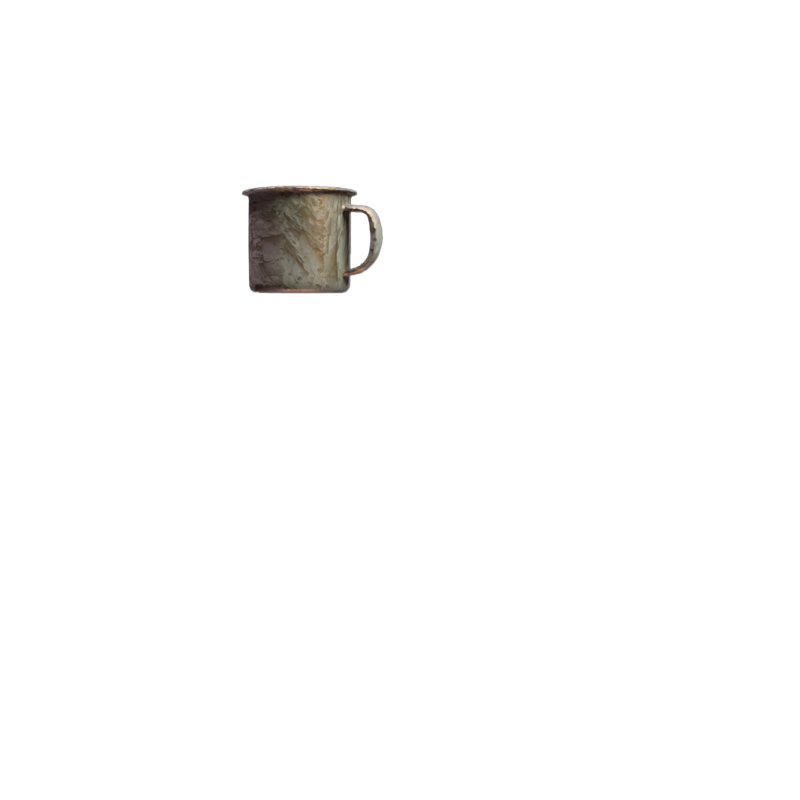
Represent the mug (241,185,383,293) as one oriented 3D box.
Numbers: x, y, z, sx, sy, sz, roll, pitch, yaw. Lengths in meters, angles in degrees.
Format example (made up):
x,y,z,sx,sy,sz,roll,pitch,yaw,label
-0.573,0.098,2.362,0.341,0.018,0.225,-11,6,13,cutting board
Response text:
x,y,z,sx,sy,sz,roll,pitch,yaw,label
-0.069,-0.126,0.882,0.120,0.082,0.091,1,1,21,mug
